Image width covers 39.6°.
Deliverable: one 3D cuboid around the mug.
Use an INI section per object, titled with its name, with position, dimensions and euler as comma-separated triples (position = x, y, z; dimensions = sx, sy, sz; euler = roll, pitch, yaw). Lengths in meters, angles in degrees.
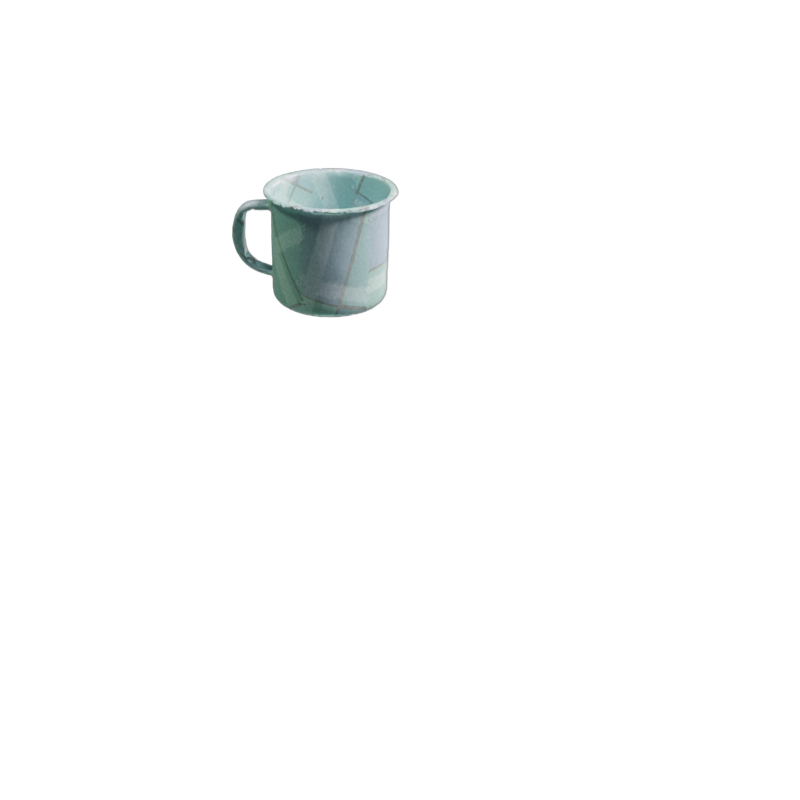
[mug]
position = -0.061, -0.111, 0.776
dimensions = 0.119, 0.077, 0.097
euler = 4, 26, 7
